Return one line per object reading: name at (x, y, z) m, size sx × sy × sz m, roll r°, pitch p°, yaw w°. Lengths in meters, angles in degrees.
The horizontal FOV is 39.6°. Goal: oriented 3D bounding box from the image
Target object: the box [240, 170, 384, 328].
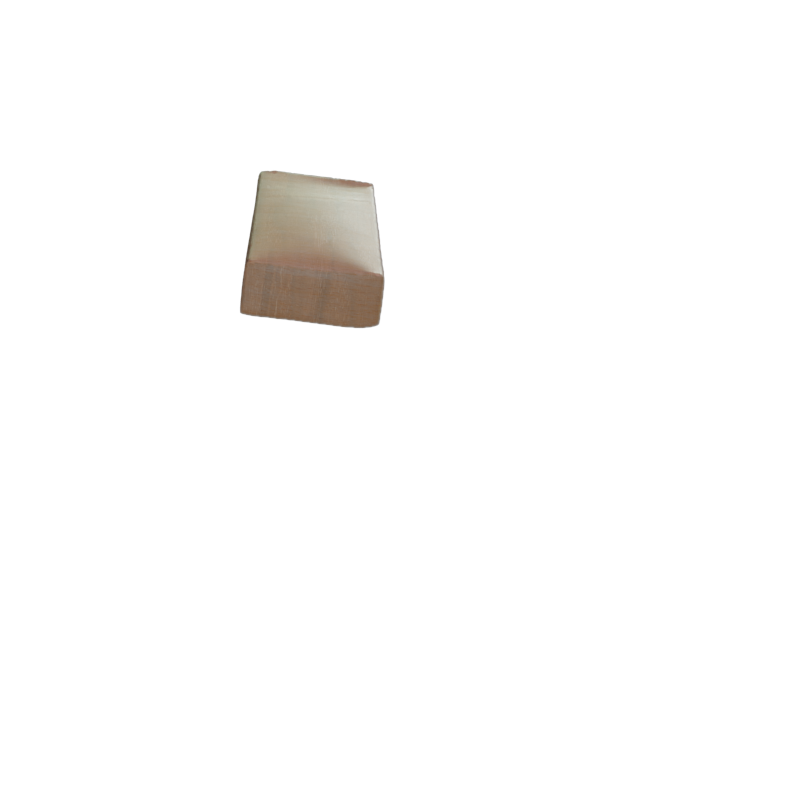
box at (-0.062, -0.114, 0.795) m, size 0.093 × 0.045 × 0.187 m, roll 5°, pitch 31°, yaw -7°
